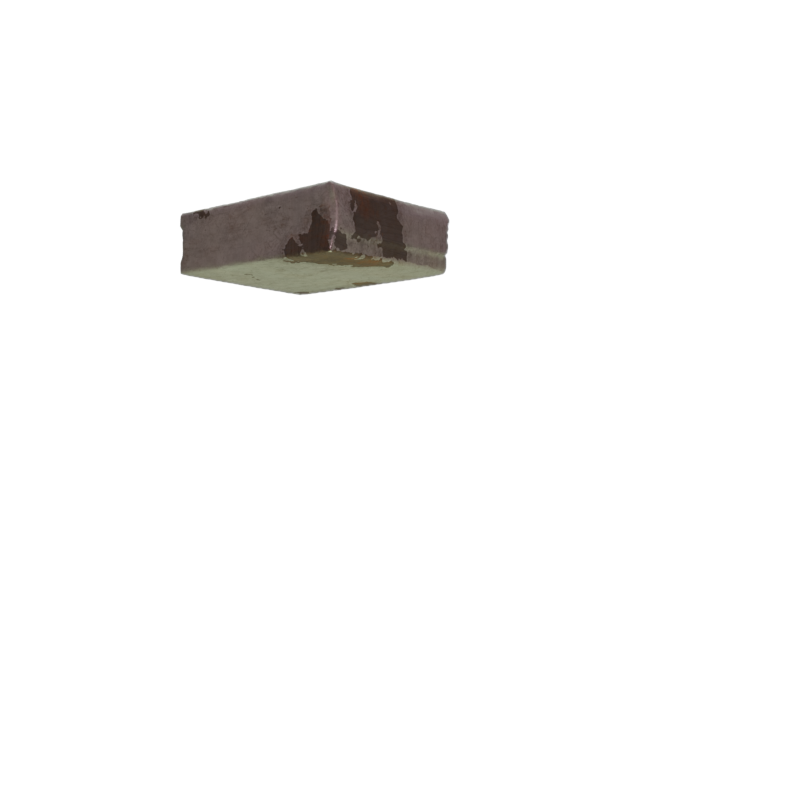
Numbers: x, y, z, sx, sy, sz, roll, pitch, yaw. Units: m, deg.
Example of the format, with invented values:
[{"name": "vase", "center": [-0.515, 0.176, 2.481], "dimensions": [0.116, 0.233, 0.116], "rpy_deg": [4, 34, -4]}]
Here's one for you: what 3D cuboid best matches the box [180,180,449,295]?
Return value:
[{"name": "box", "center": [-0.036, -0.066, 0.463], "dimensions": [0.092, 0.031, 0.070], "rpy_deg": [-4, -6, 41]}]
